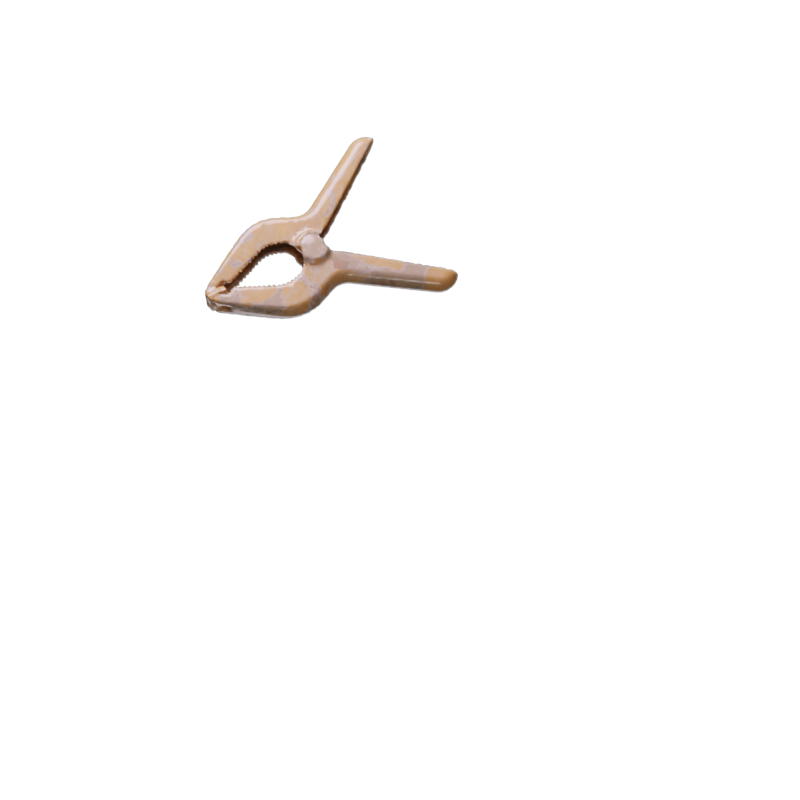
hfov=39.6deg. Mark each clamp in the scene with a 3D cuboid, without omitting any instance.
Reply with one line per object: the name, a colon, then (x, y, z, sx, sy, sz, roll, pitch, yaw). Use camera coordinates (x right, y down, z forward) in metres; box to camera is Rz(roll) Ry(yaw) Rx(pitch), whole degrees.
clamp: (-0.076, -0.138, 0.969, 0.209, 0.175, 0.034, -19, -24, -9)
